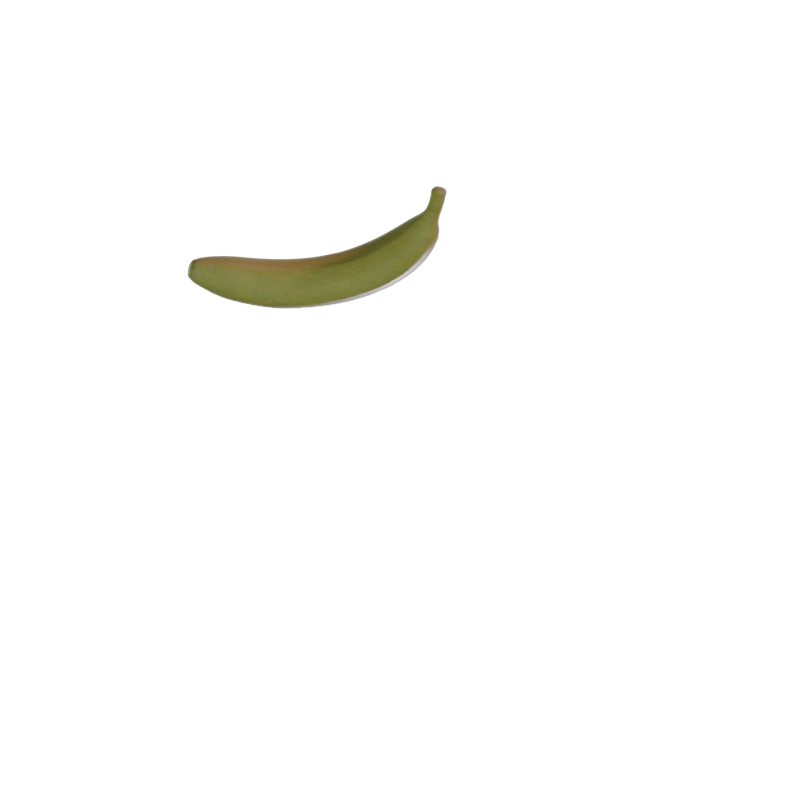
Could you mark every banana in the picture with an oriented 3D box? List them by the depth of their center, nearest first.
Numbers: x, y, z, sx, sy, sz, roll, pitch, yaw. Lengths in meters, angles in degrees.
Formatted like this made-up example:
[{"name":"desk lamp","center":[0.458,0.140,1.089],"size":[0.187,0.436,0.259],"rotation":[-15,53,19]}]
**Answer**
[{"name":"banana","center":[-0.054,-0.101,0.816],"size":[0.198,0.066,0.039],"rotation":[-17,23,7]}]
